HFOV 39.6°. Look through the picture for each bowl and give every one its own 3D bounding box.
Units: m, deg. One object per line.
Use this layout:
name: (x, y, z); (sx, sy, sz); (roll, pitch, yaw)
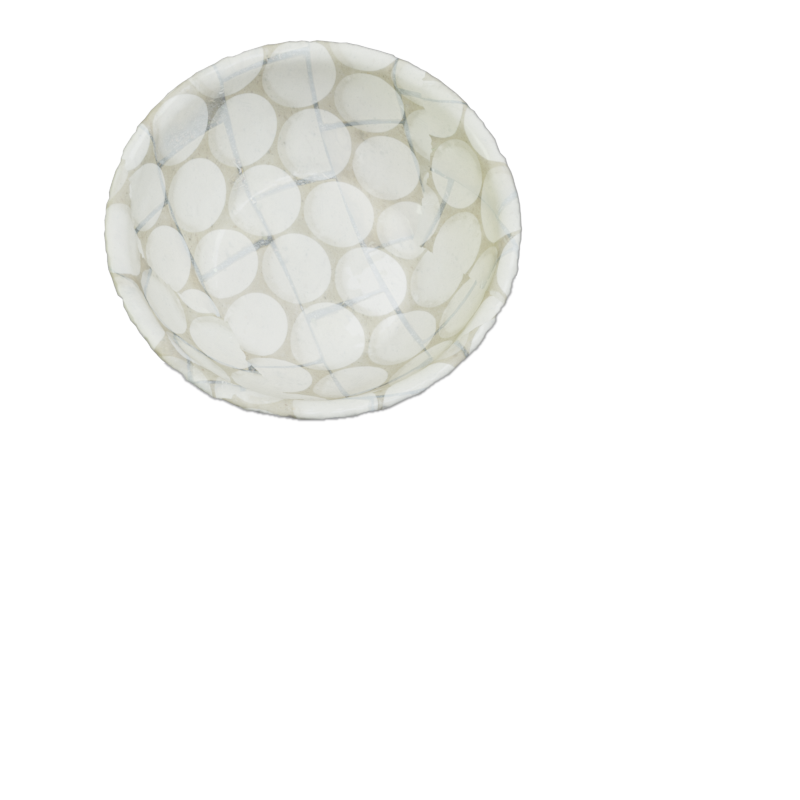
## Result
bowl: (-0.035, -0.065, 0.453); (0.162, 0.170, 0.052); (-1, -22, -1)
